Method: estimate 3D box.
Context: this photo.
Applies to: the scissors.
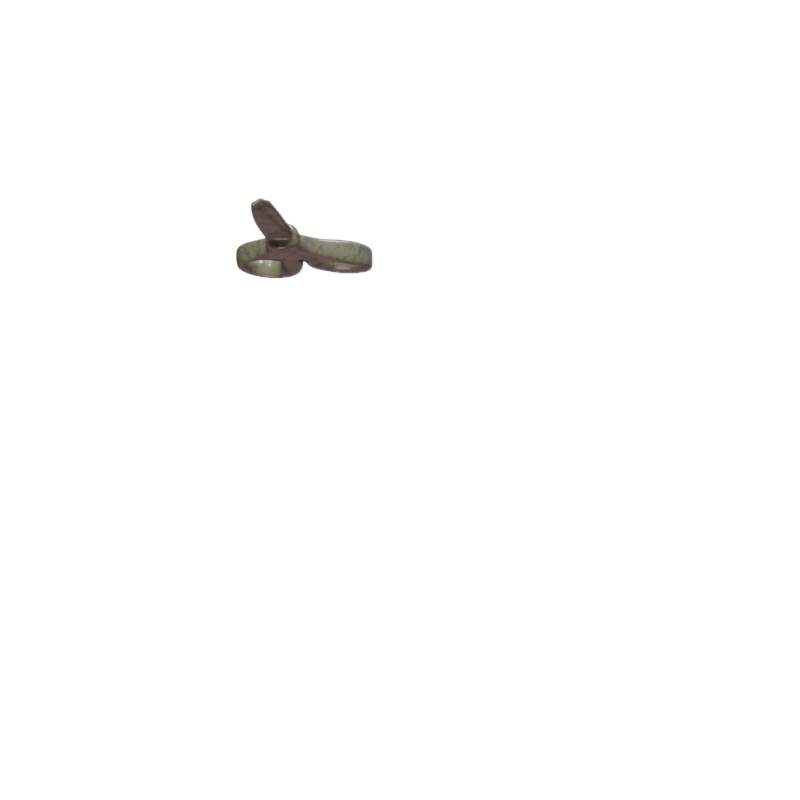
[{"bbox_3d":[-0.051,-0.093,0.649,0.095,0.016,0.202,1,-2,-13],"label":"scissors"}]
